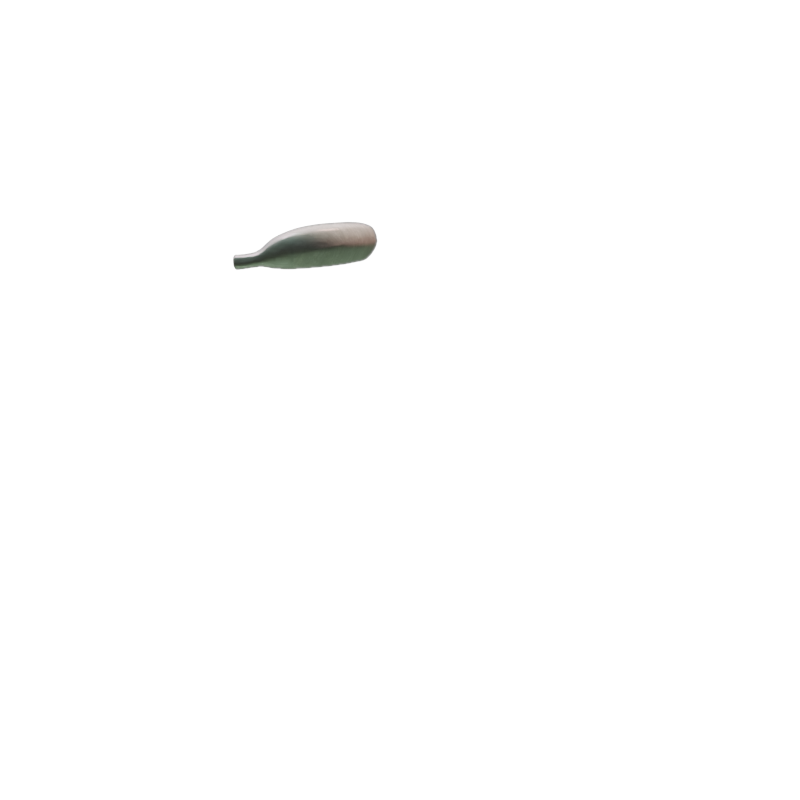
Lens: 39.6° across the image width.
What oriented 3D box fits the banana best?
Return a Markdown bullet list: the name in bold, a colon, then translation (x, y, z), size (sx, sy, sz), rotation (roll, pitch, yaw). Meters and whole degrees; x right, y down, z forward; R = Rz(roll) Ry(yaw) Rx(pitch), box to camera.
- **banana**: translation (-0.063, -0.139, 0.979), size (0.072, 0.036, 0.194), rotation (6, 13, 30)
